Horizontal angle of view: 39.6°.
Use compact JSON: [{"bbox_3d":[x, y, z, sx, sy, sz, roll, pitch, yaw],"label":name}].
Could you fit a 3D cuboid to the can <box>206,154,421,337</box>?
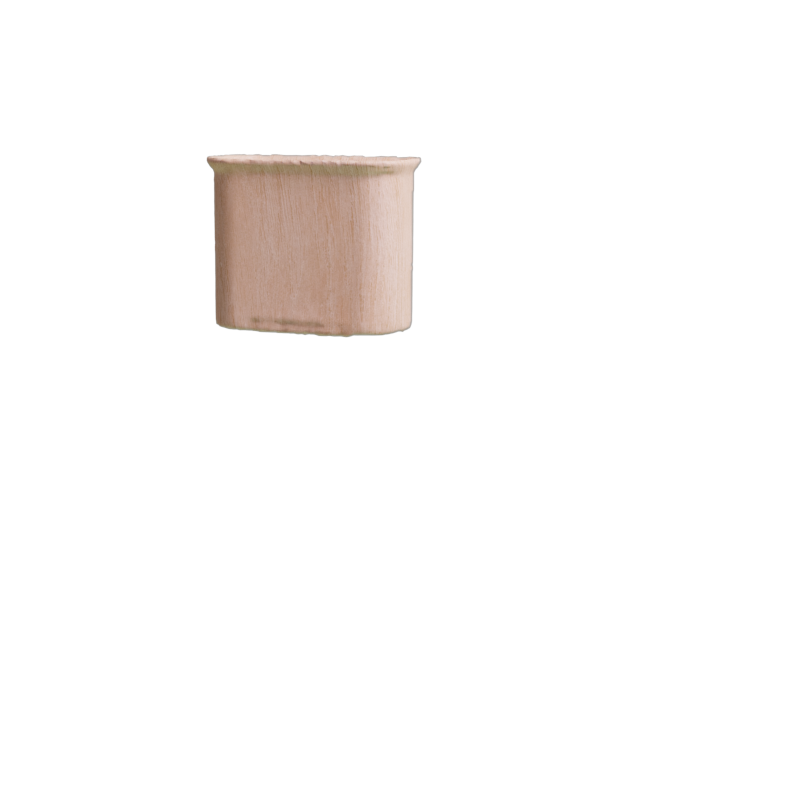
[{"bbox_3d":[-0.042,-0.078,0.544,0.105,0.082,0.057,4,10,19],"label":"can"}]
